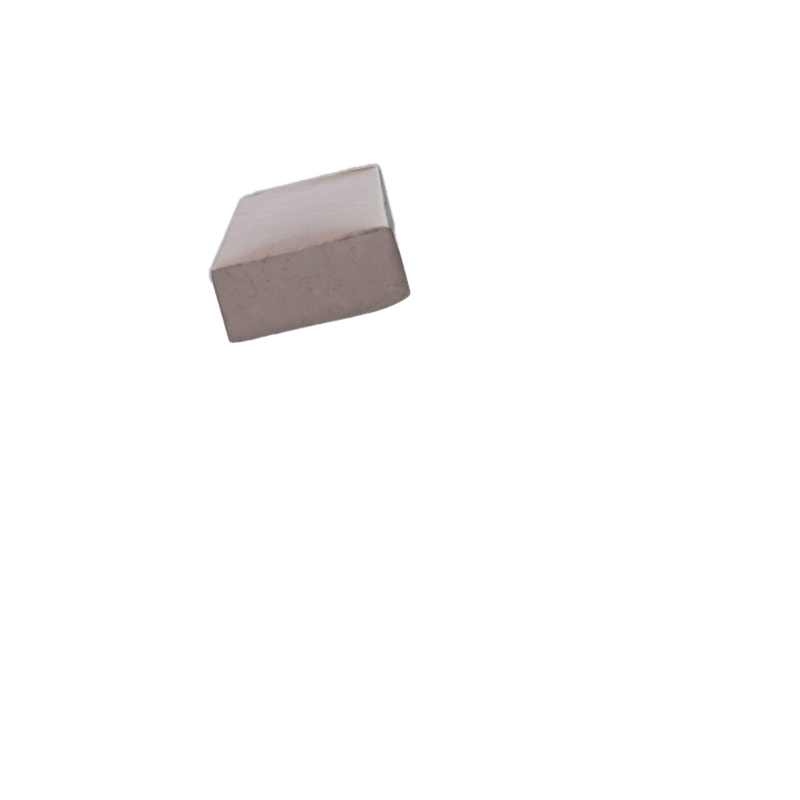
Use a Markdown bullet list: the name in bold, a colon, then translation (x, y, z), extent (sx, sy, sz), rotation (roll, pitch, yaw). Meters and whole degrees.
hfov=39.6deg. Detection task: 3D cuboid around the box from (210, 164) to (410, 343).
- **box**: translation (-0.049, -0.088, 0.618), extent (0.093, 0.046, 0.185), rotation (-13, 23, 2)
